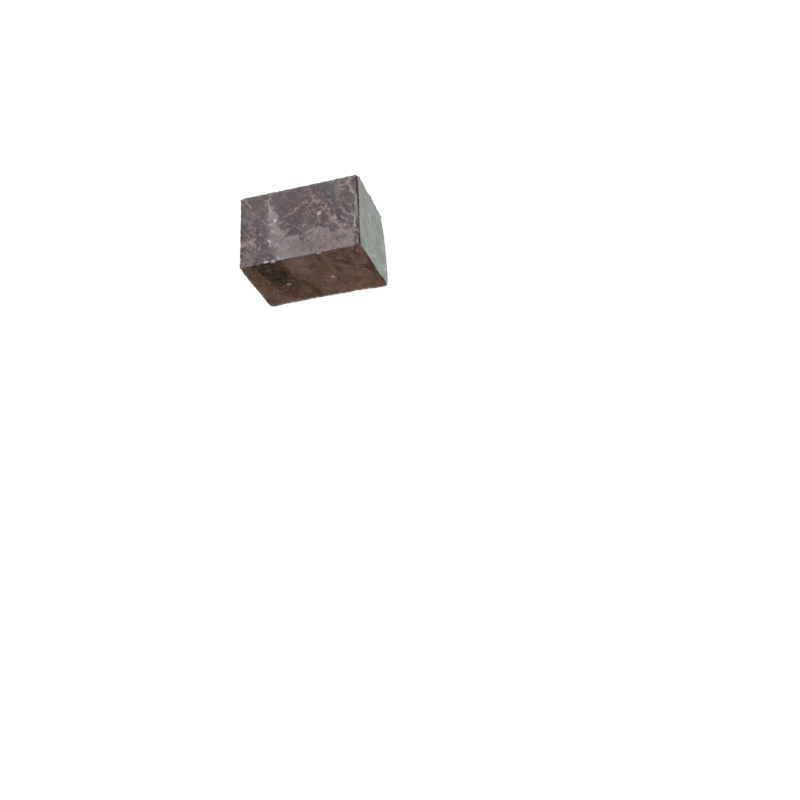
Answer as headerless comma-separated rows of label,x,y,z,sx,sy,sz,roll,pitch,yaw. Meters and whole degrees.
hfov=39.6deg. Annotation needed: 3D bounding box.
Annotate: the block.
block,-0.053,-0.096,0.672,0.079,0.054,0.049,-9,-29,16
